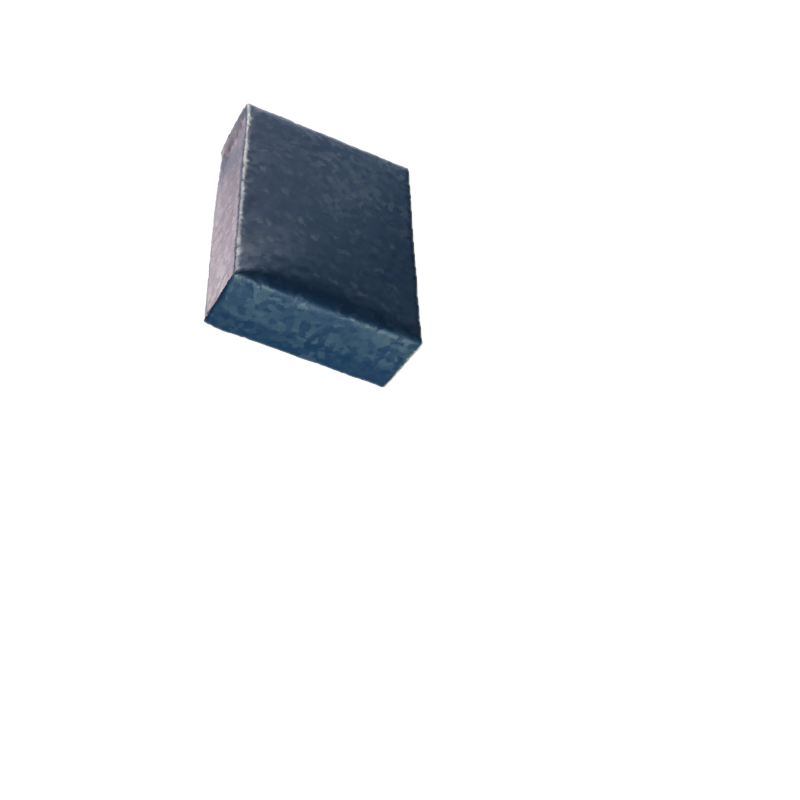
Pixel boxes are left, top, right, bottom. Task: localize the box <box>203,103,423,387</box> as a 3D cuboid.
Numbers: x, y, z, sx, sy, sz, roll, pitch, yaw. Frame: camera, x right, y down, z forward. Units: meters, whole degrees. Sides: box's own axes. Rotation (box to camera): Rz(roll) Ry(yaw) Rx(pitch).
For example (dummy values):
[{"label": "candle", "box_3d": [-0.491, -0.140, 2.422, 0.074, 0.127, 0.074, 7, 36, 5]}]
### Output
[{"label": "box", "box_3d": [-0.072, -0.132, 0.924, 0.158, 0.230, 0.069, 18, -47, -21]}]
